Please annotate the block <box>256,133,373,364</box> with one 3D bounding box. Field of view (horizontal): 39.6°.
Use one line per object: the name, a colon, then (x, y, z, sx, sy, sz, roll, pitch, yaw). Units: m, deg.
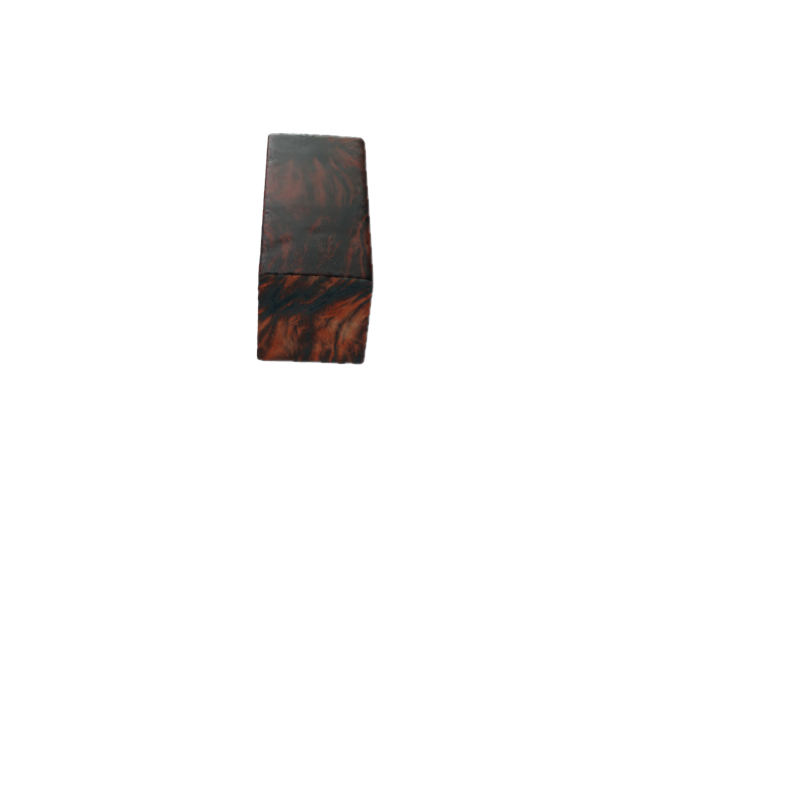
block: (-0.073, -0.135, 0.947, 0.090, 0.085, 0.221, 2, 41, -5)
